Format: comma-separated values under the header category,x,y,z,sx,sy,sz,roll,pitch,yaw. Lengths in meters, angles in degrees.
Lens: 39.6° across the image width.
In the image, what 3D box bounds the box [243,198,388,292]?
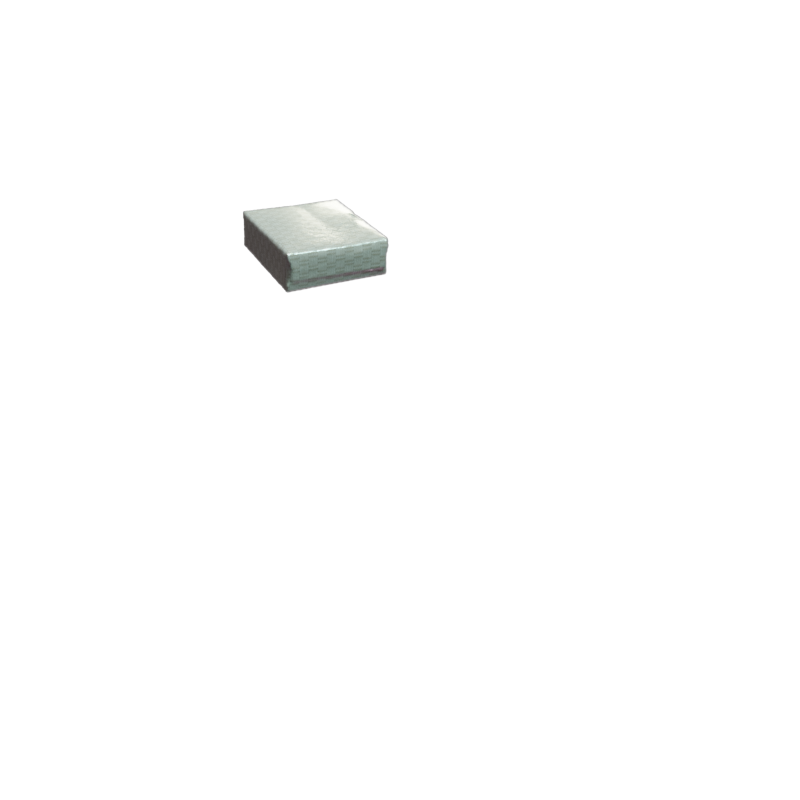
category,x,y,z,sx,sy,sz,roll,pitch,yaw
box,-0.059,-0.108,0.758,0.072,0.029,0.096,-11,30,-21
